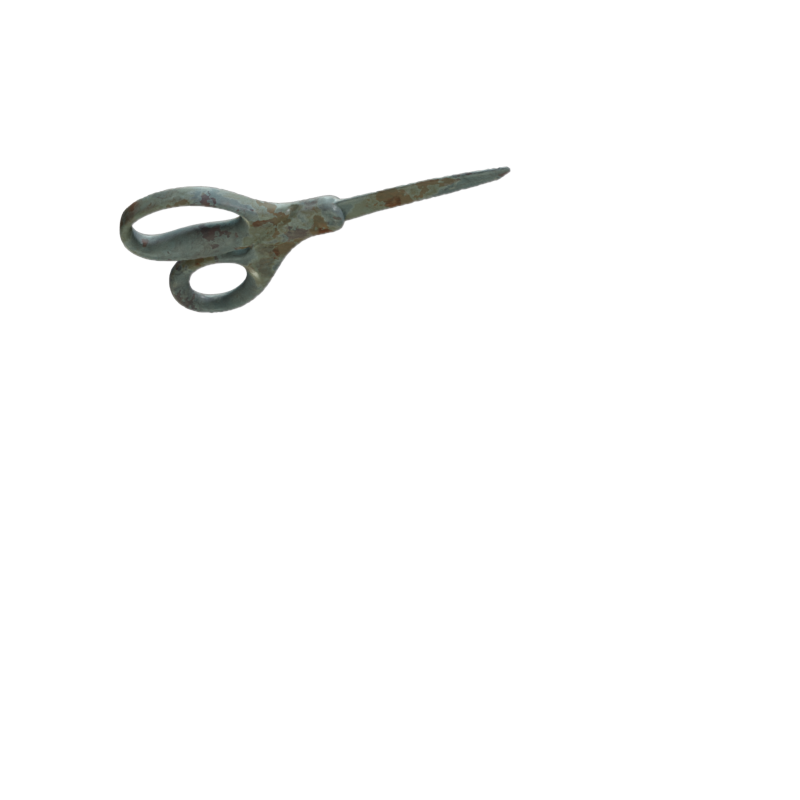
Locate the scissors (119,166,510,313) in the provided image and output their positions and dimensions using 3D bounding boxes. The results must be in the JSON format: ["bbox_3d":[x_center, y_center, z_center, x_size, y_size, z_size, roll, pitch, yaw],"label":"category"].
[{"bbox_3d":[-0.046,-0.084,0.588,0.202,0.017,0.089,-2,-40,2],"label":"scissors"}]
